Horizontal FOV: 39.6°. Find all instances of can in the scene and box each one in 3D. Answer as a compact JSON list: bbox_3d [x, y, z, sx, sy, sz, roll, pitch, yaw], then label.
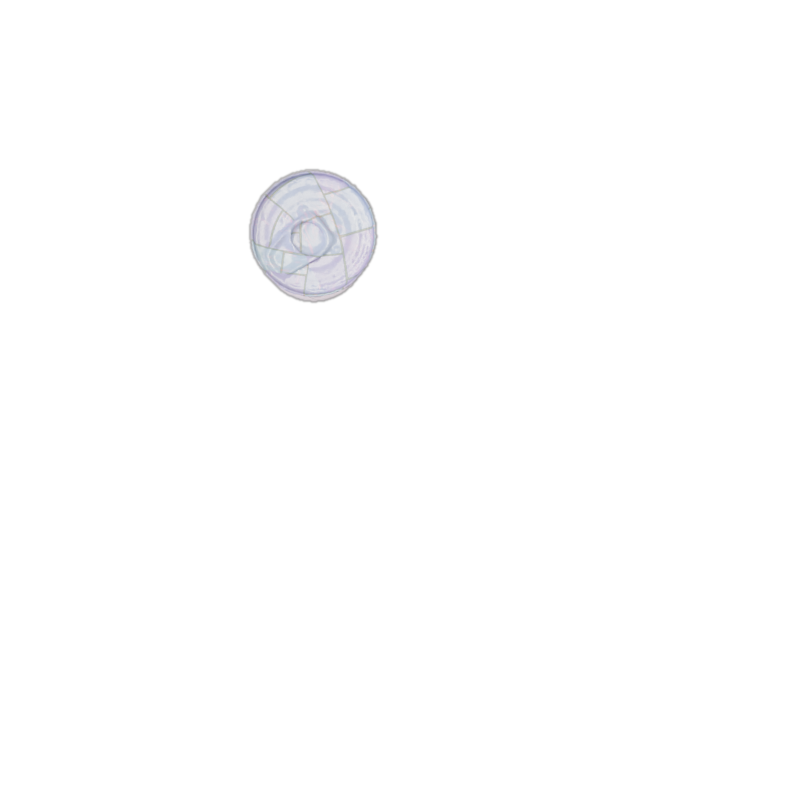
[{"bbox_3d":[-0.050,-0.092,0.642,0.068,0.069,0.102,0,0,-3],"label":"can"}]
